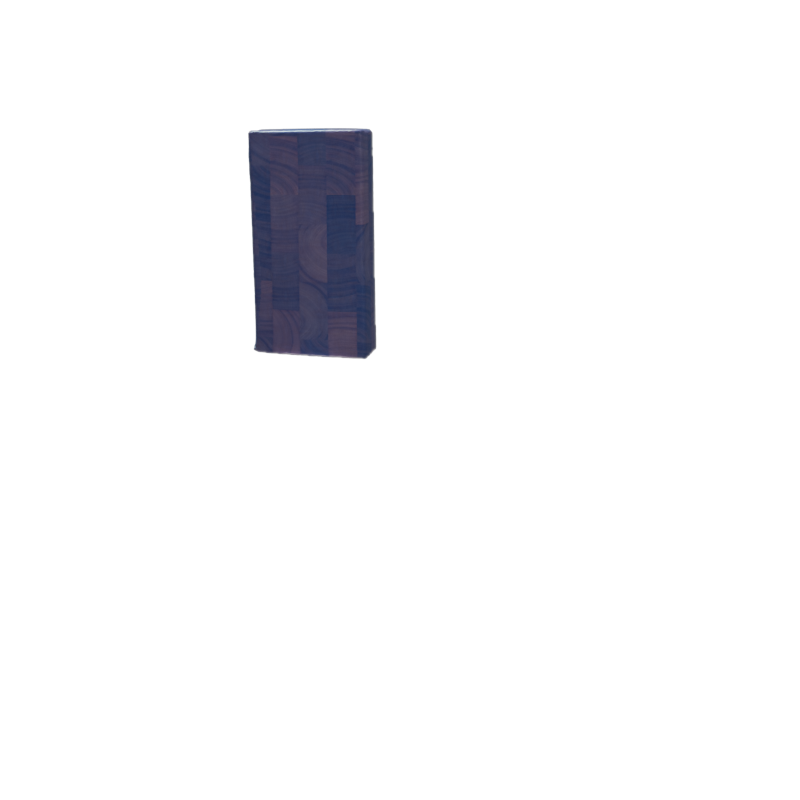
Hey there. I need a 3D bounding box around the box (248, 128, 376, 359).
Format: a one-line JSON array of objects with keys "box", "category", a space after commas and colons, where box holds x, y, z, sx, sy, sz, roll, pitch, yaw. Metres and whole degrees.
[{"box": [-0.068, -0.124, 0.866, 0.095, 0.174, 0.048, 2, 6, 15], "category": "box"}]
